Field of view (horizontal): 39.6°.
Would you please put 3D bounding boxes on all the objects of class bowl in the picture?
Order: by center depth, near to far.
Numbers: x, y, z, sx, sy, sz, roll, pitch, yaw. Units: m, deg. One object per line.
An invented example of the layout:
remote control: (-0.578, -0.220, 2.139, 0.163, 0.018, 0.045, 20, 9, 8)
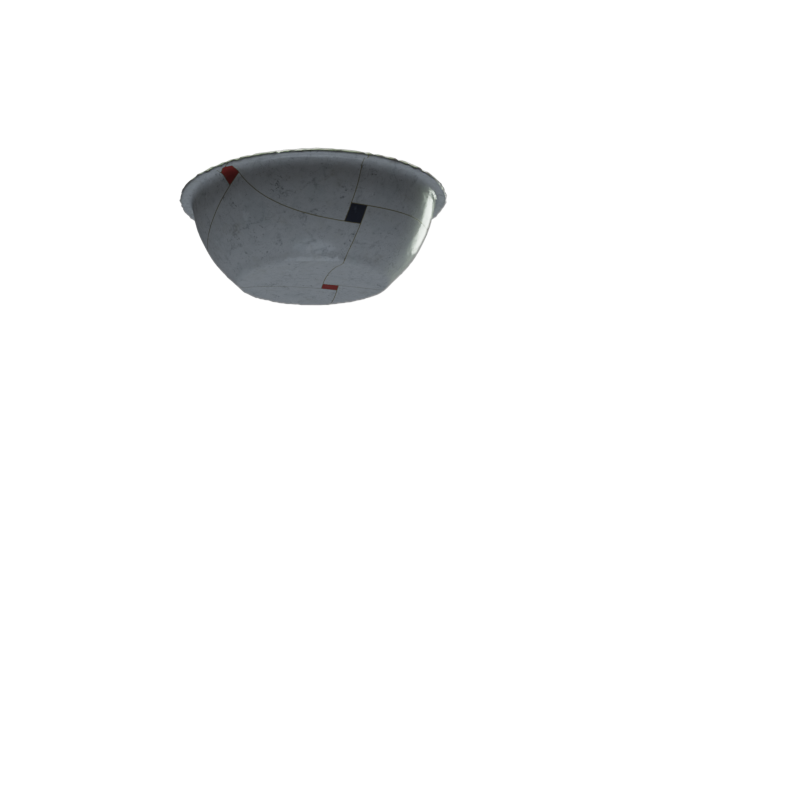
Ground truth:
bowl: (-0.052, -0.095, 0.668, 0.162, 0.057, 0.156, 0, -12, -2)
